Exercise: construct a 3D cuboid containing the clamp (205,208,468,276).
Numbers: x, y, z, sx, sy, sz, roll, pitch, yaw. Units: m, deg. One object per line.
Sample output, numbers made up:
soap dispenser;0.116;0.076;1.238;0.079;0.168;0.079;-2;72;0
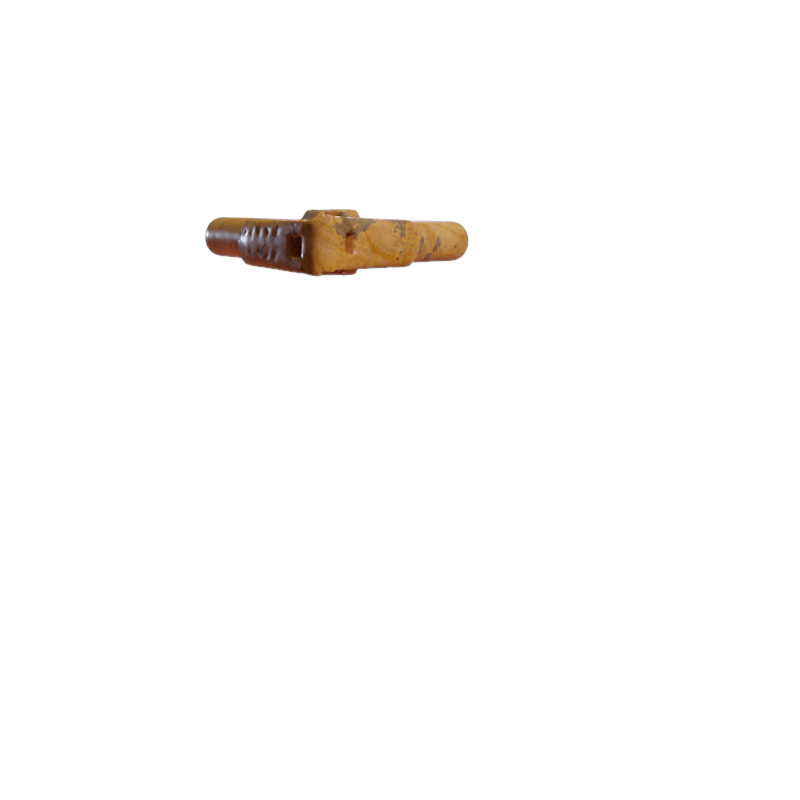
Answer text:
clamp;-0.048;-0.088;0.617;0.166;0.036;0.210;1;9;7
